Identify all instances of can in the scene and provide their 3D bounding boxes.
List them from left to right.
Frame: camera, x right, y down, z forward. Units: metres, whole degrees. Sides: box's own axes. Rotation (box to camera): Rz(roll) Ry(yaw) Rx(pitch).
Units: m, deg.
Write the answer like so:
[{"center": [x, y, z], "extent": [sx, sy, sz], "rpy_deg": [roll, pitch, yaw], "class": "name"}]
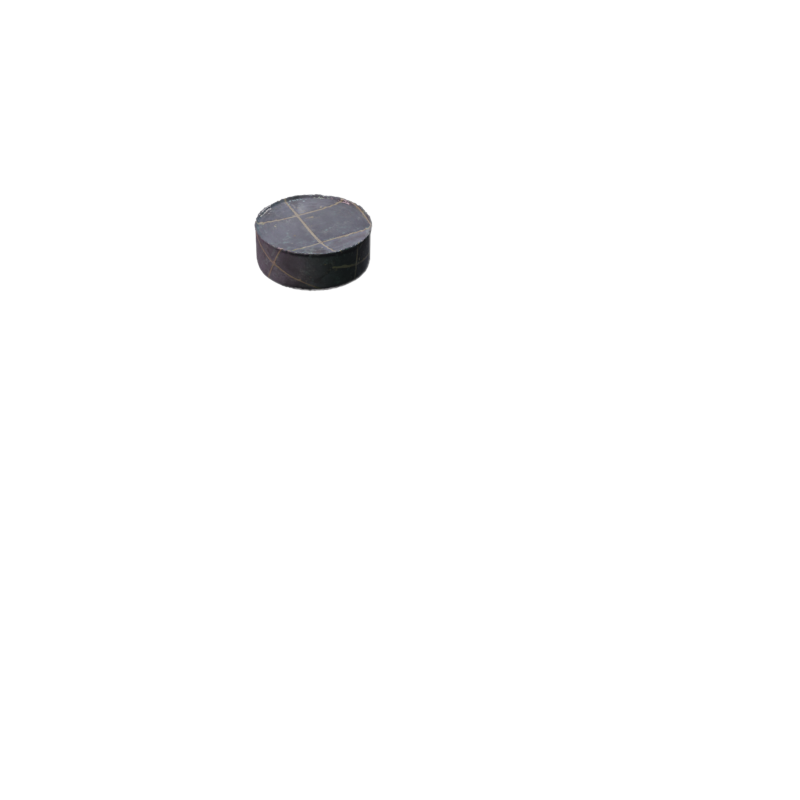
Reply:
[{"center": [-0.064, -0.117, 0.816], "extent": [0.086, 0.031, 0.092], "rpy_deg": [-1, 37, -2], "class": "can"}]
